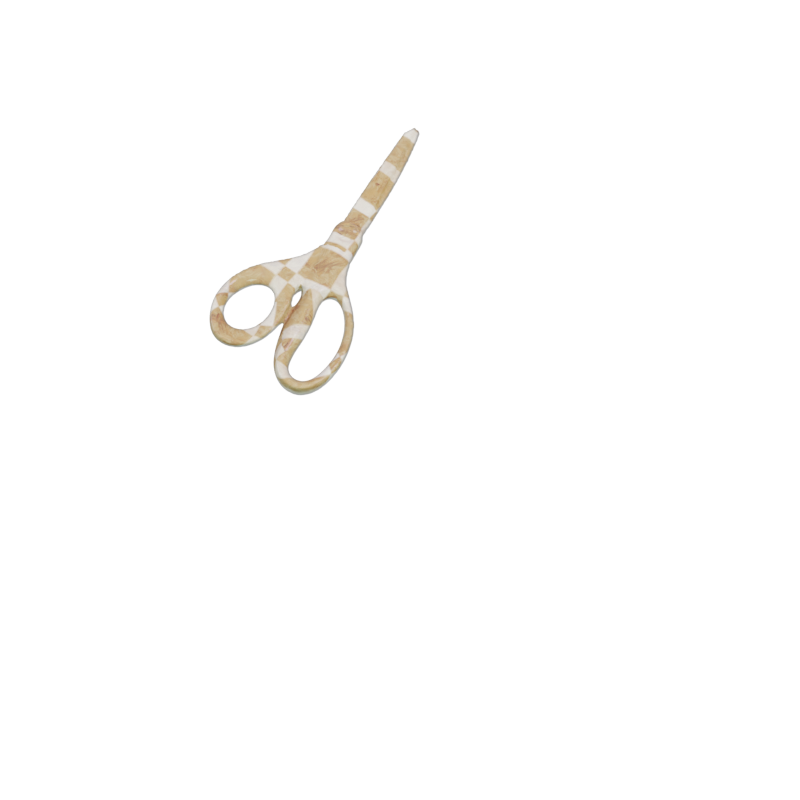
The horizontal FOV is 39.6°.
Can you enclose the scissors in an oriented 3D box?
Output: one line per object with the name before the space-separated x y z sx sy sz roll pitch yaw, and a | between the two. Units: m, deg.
scissors | -0.054 -0.099 0.692 0.097 0.212 0.015 10 -29 6
